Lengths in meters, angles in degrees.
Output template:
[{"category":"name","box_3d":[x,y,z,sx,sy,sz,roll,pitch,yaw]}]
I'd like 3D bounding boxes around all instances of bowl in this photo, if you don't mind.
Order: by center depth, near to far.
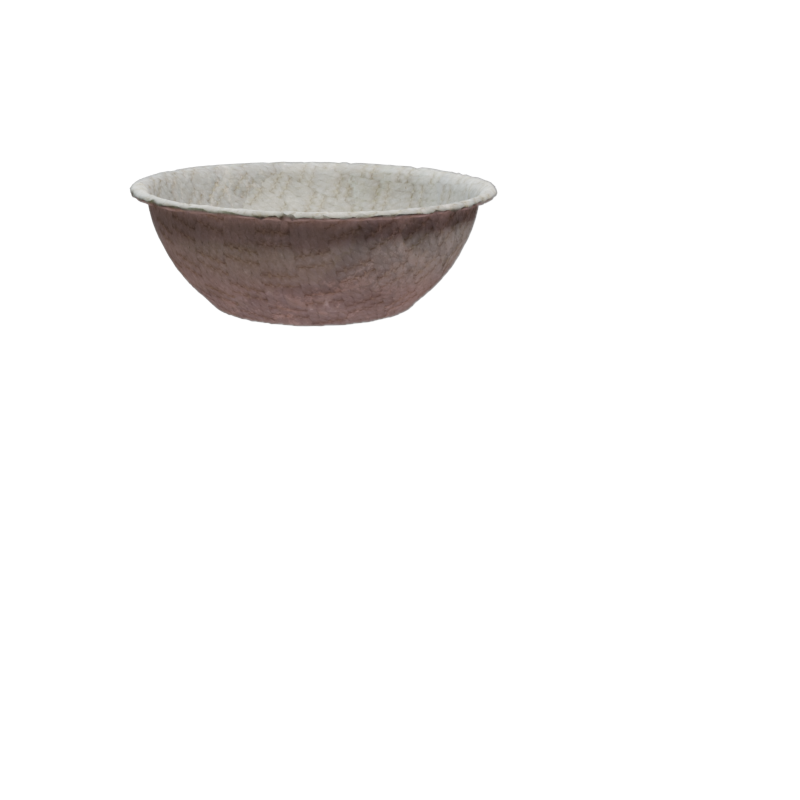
[{"category":"bowl","box_3d":[-0.039,-0.071,0.497,0.162,0.053,0.168,-1,18,-2]}]
